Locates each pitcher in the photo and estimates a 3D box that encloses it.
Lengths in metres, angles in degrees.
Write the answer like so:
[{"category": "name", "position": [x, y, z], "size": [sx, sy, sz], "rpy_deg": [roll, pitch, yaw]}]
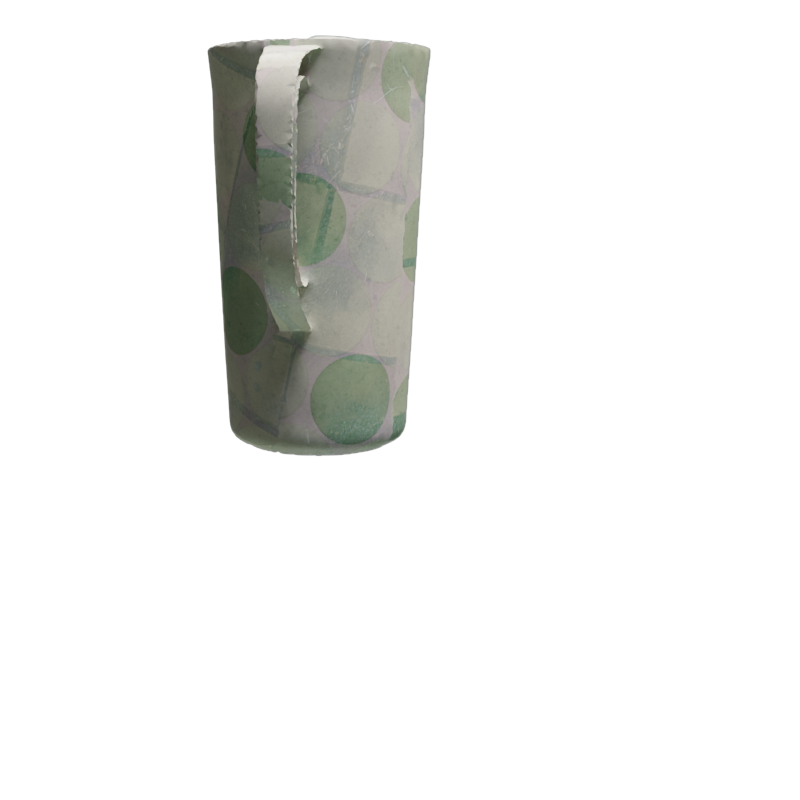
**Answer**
[{"category": "pitcher", "position": [-0.052, -0.094, 0.661], "size": [0.144, 0.241, 0.151], "rpy_deg": [-4, 7, -36]}]
